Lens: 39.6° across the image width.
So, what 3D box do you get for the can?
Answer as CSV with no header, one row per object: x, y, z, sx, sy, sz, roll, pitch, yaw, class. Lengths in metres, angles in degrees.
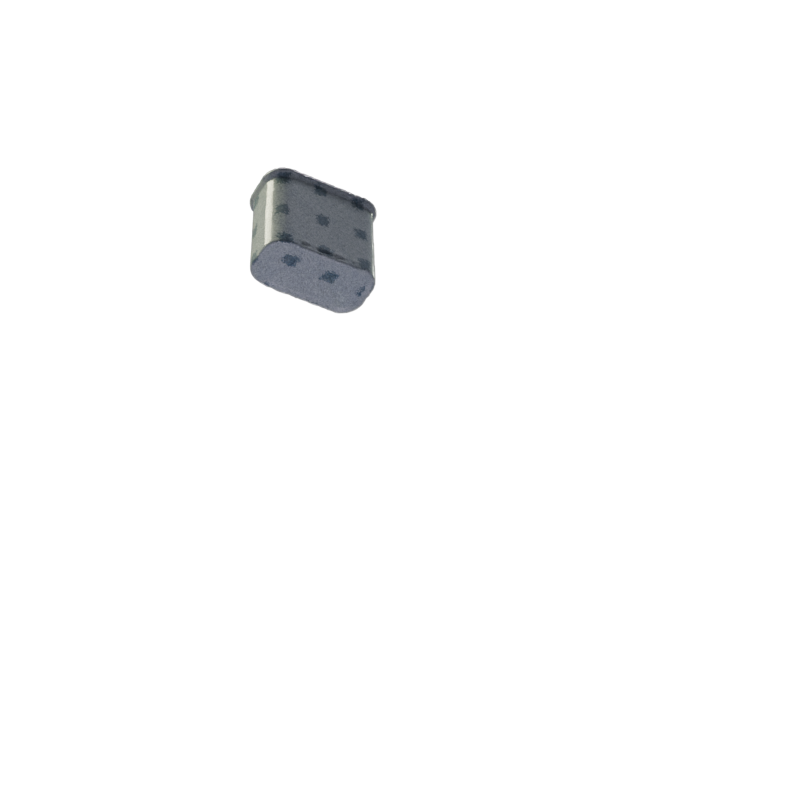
-0.069,-0.125,0.876,0.098,0.090,0.056,19,-47,-21,can
